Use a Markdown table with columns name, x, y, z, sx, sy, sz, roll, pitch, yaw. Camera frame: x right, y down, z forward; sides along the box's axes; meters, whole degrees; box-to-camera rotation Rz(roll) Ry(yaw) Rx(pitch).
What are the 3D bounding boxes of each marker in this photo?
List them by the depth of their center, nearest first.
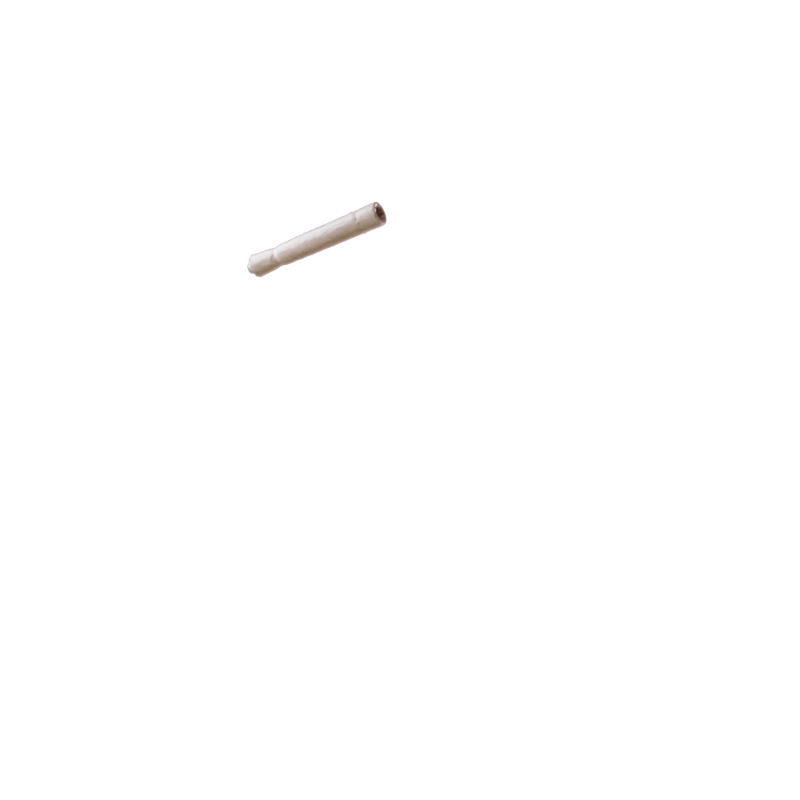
| name | x | y | z | sx | sy | sz | roll | pitch | yaw |
| --- | --- | --- | --- | --- | --- | --- | --- | --- | --- |
| marker | -0.066 | -0.121 | 0.846 | 0.122 | 0.020 | 0.019 | -19 | -5 | 27 |
